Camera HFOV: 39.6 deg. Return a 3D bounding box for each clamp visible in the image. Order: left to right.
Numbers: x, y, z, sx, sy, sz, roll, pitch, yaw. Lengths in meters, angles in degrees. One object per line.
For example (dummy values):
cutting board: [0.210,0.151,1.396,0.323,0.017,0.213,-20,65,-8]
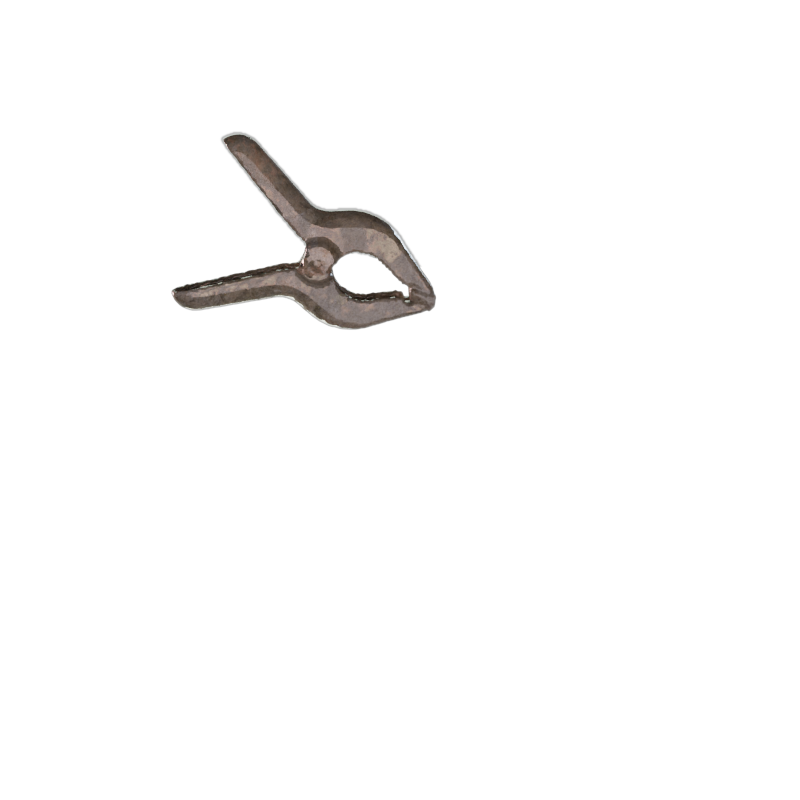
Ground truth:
clamp: [-0.057,-0.103,0.724,0.170,0.116,0.041,10,18,-4]
